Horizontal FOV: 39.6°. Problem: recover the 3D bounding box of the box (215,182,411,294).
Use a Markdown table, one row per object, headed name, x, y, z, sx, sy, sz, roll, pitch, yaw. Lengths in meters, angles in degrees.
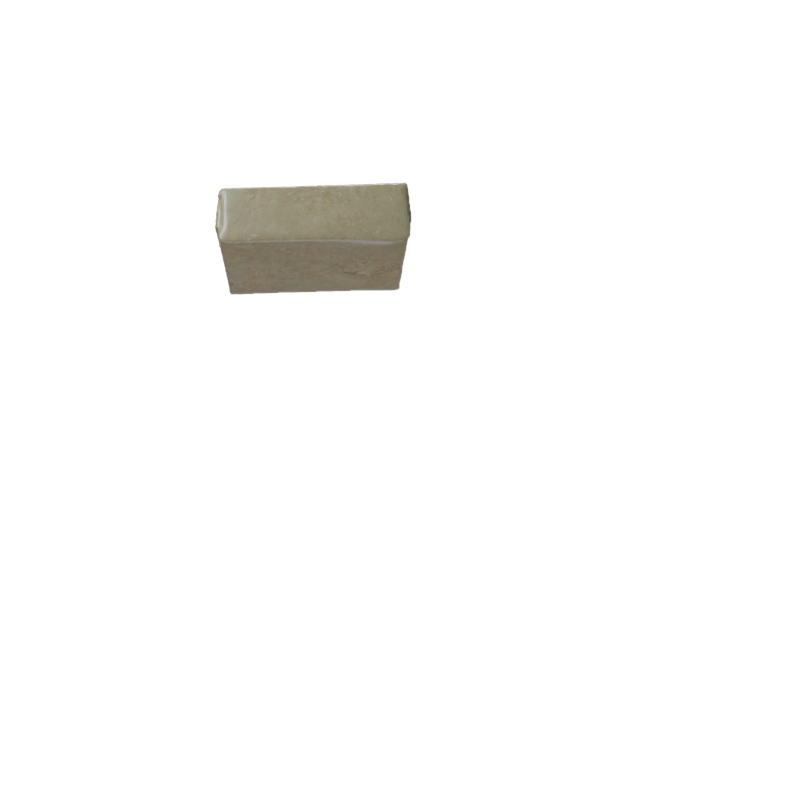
| name | x | y | z | sx | sy | sz | roll | pitch | yaw |
| --- | --- | --- | --- | --- | --- | --- | --- | --- | --- |
| box | -0.053 | -0.097 | 0.678 | 0.113 | 0.041 | 0.086 | 0 | -16 | -2 |
